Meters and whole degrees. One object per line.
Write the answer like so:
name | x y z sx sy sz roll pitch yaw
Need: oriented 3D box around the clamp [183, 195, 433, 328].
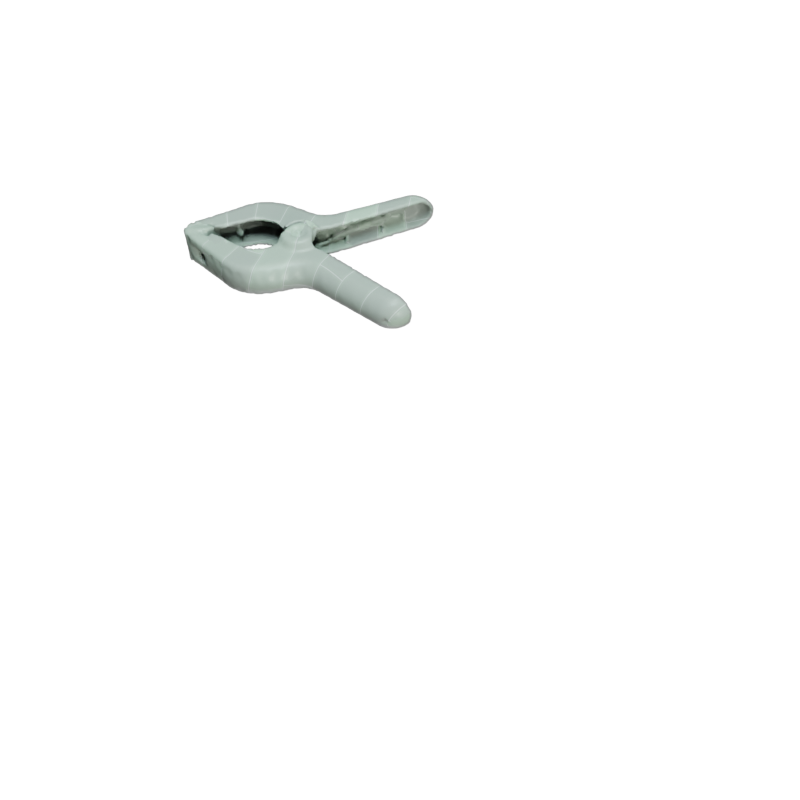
clamp | -0.060 -0.109 0.764 0.176 0.037 0.125 14 43 15
